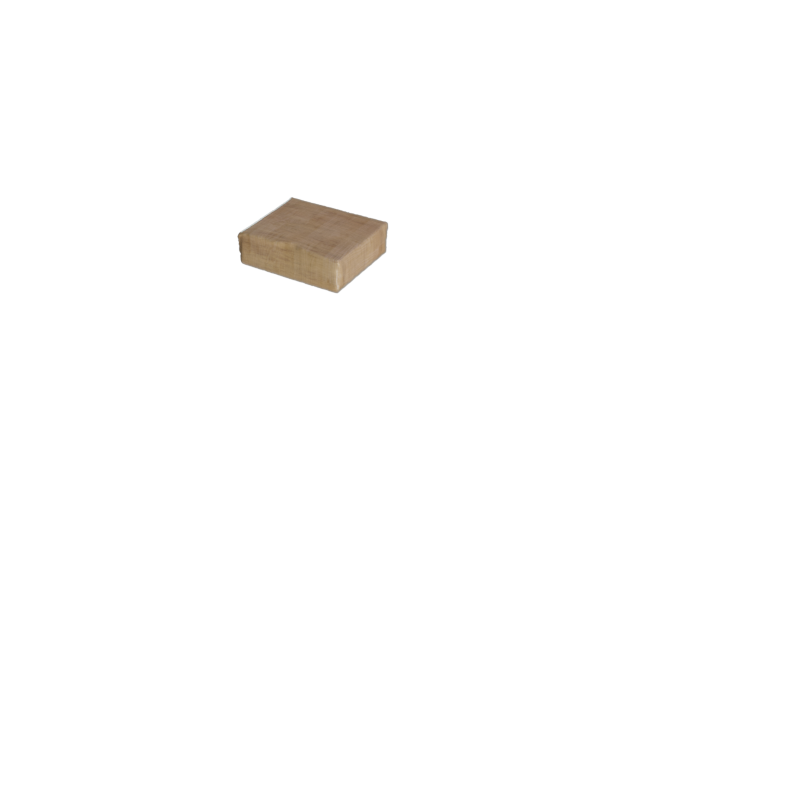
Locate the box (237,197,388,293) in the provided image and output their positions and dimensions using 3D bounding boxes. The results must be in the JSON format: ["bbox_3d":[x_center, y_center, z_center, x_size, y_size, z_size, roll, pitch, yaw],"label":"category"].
[{"bbox_3d":[-0.065,-0.119,0.830,0.094,0.028,0.074,19,37,25],"label":"box"}]
